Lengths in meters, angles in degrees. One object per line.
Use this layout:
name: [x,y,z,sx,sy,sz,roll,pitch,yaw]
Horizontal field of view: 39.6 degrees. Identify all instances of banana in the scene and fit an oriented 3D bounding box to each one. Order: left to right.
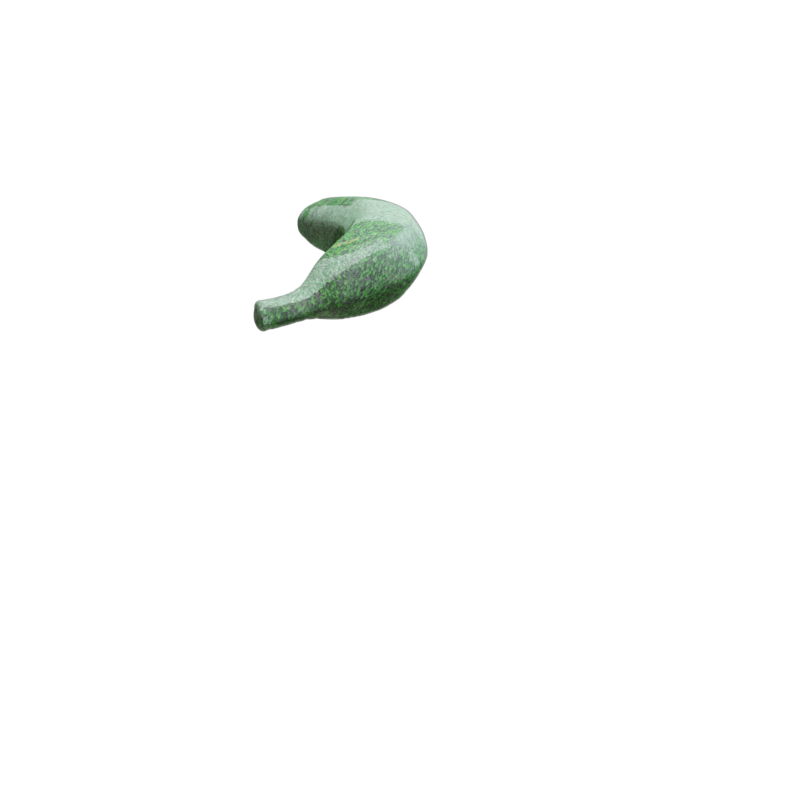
banana: [-0.022,-0.073,0.517,0.070,0.035,0.204,0,18,1]
